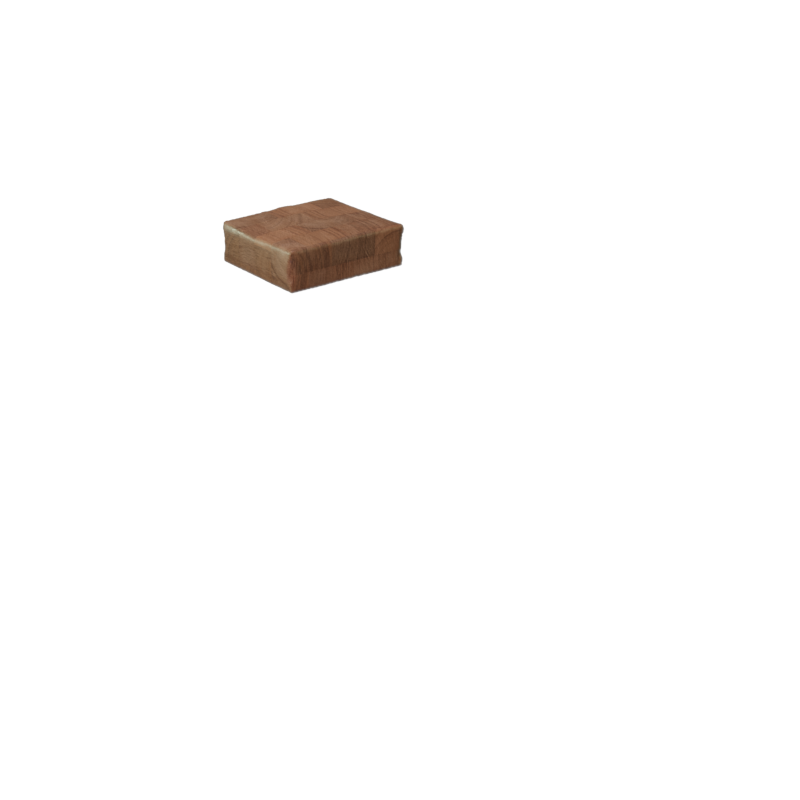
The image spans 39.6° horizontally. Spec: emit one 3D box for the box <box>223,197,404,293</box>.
[{"bbox_3d":[-0.054,-0.099,0.690,0.088,0.029,0.078,-19,32,-35],"label":"box"}]
